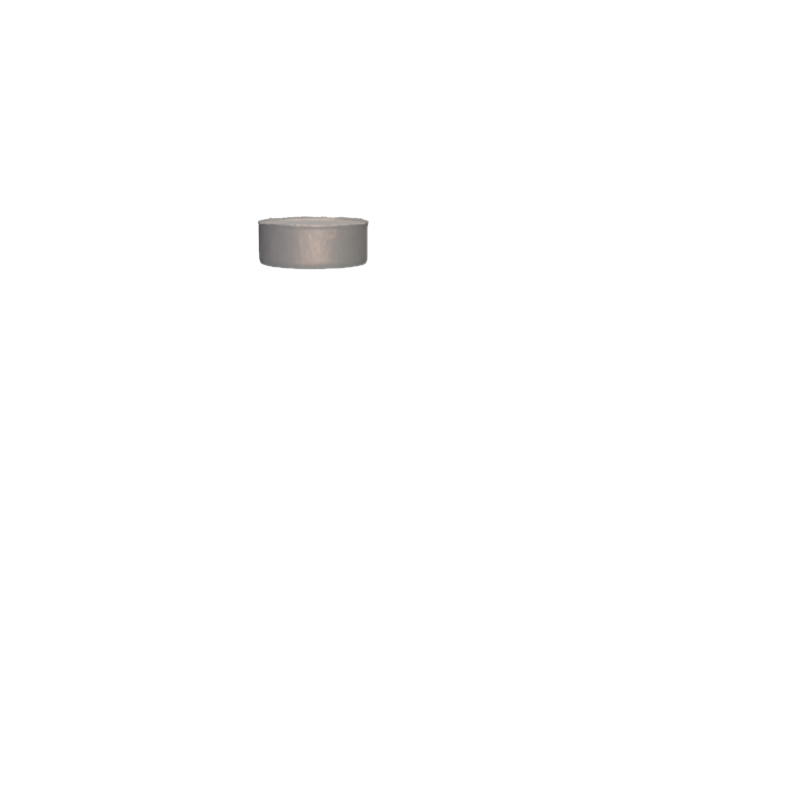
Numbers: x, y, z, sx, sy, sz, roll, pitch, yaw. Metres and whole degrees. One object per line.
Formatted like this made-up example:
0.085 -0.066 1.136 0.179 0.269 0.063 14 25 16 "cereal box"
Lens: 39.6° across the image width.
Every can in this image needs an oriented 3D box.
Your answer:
-0.067 -0.122 0.857 0.086 0.033 0.088 0 12 -2 "can"
